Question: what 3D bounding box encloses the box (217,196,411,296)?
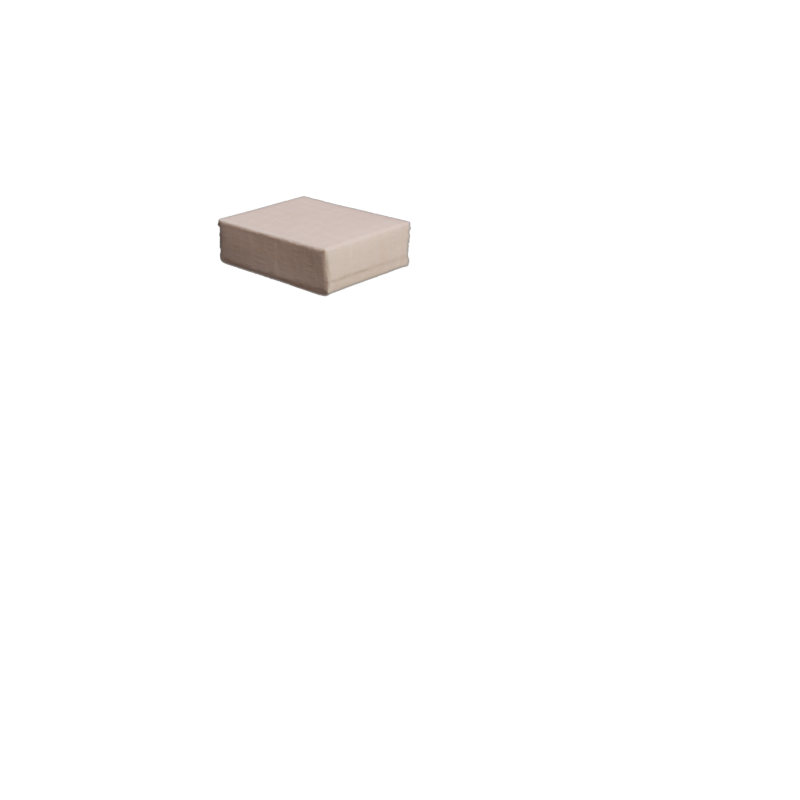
[{"bbox_3d":[-0.063,-0.115,0.806,0.120,0.037,0.089,22,33,38],"label":"box"}]
